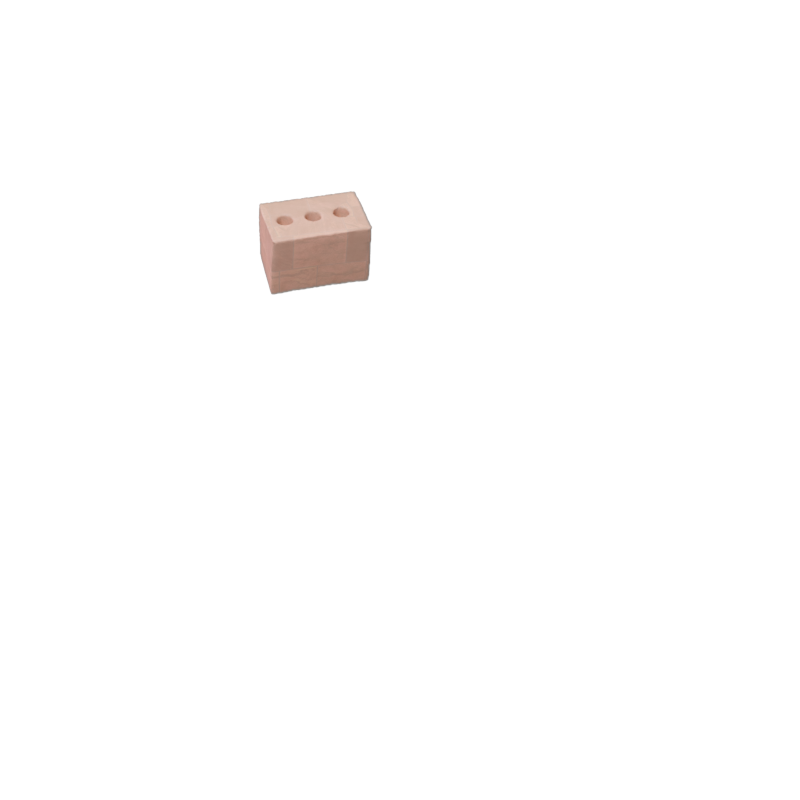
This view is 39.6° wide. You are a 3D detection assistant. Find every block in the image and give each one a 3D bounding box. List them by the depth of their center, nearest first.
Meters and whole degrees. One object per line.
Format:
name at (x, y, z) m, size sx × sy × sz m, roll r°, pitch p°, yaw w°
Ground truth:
block at (-0.066, -0.121, 0.848) m, size 0.077 × 0.048 × 0.057 m, roll -10°, pitch 43°, yaw -12°
